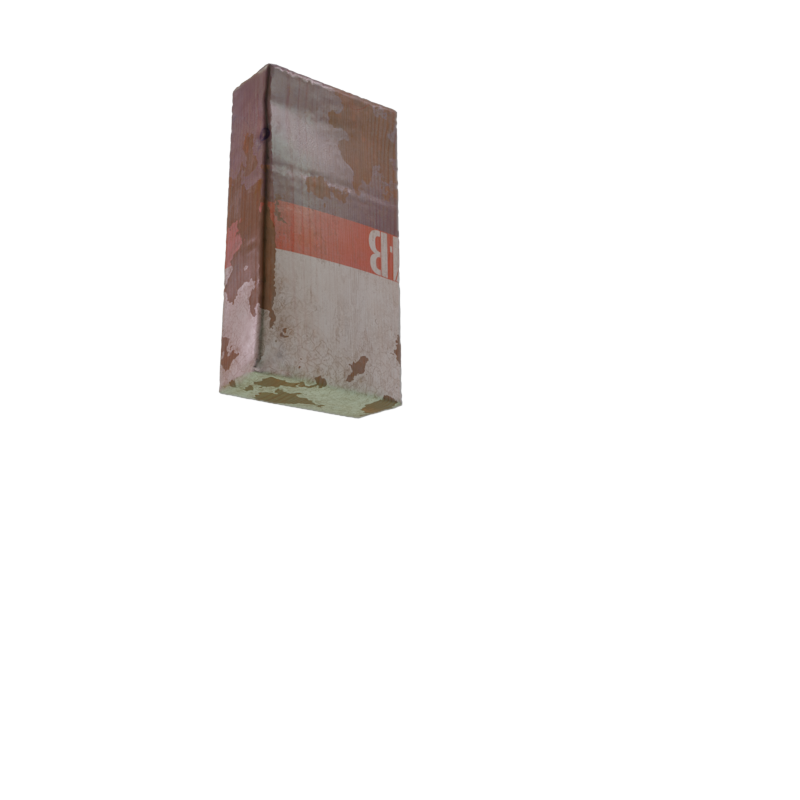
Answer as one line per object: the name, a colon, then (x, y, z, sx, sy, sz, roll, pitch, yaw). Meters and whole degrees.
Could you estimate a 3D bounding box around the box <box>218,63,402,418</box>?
box: (-0.047, -0.086, 0.602, 0.089, 0.186, 0.048, 14, -28, -34)
